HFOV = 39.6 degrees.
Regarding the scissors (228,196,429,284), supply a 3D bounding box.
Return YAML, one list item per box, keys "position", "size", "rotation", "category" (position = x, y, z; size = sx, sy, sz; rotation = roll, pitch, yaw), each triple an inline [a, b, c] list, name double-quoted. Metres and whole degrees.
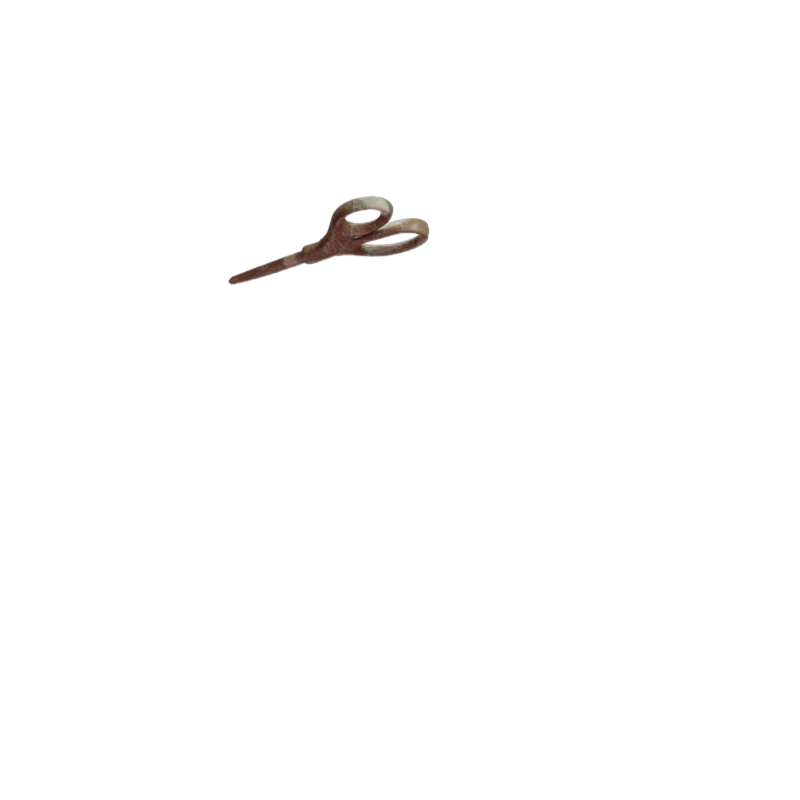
- position: [-0.077, -0.140, 0.978]
  size: [0.205, 0.017, 0.089]
  rotation: [-8, -25, 16]
  category: "scissors"
